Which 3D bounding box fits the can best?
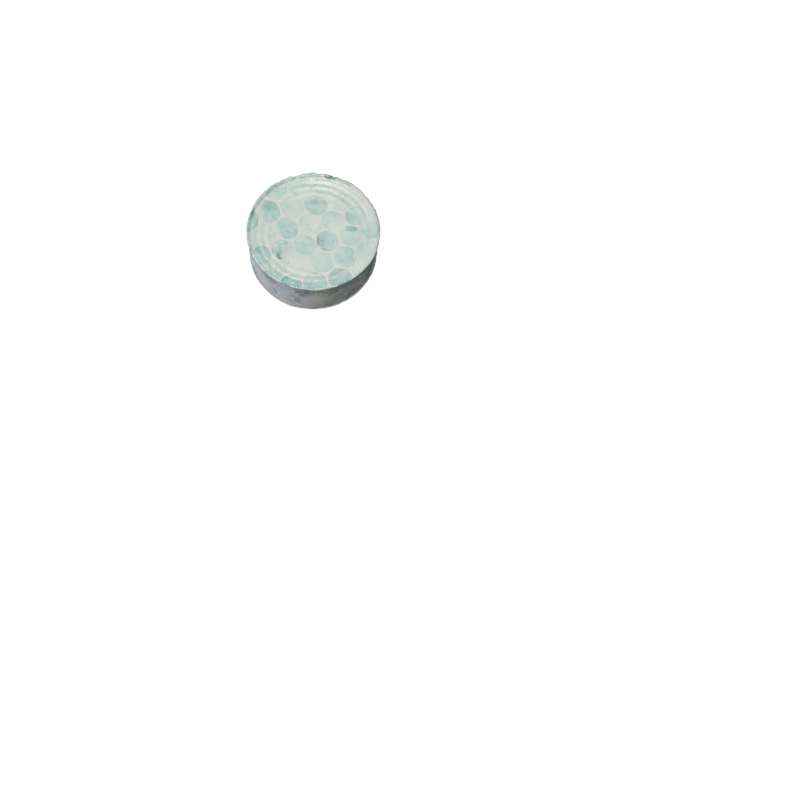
[{"bbox_3d":[-0.057,-0.103,0.723,0.086,0.091,0.032,-1,-26,-1],"label":"can"}]
